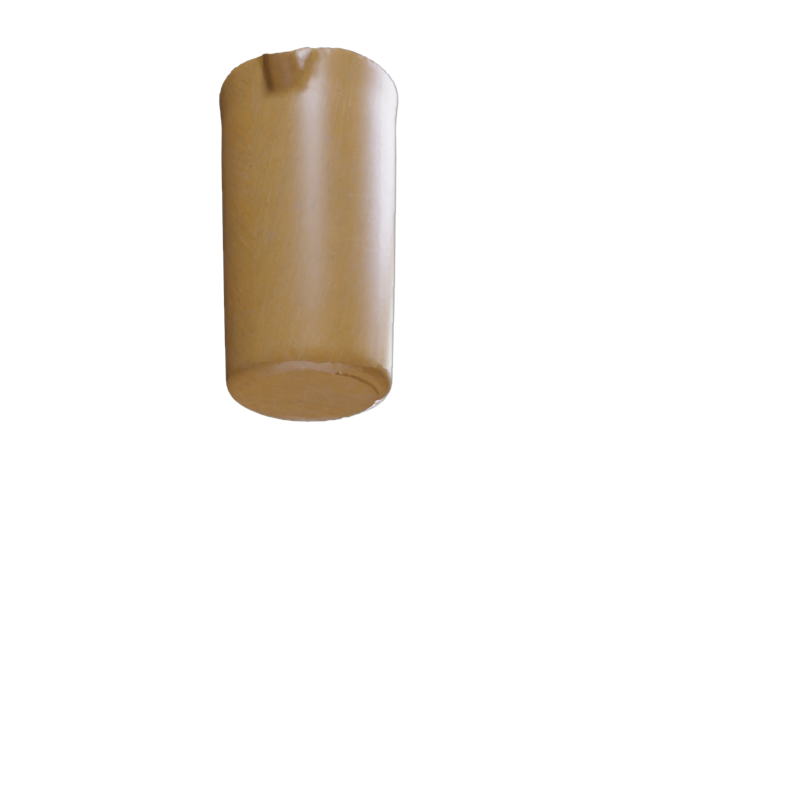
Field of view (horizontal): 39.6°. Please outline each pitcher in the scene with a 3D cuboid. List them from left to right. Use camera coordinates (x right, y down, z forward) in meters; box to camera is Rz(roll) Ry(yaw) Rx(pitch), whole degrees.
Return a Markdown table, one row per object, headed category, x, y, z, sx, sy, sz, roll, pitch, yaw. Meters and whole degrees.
| category | x | y | z | sx | sy | sz | roll | pitch | yaw |
| --- | --- | --- | --- | --- | --- | --- | --- | --- | --- |
| pitcher | -0.061 | -0.111 | 0.779 | 0.142 | 0.258 | 0.144 | 16 | -31 | -32 |
